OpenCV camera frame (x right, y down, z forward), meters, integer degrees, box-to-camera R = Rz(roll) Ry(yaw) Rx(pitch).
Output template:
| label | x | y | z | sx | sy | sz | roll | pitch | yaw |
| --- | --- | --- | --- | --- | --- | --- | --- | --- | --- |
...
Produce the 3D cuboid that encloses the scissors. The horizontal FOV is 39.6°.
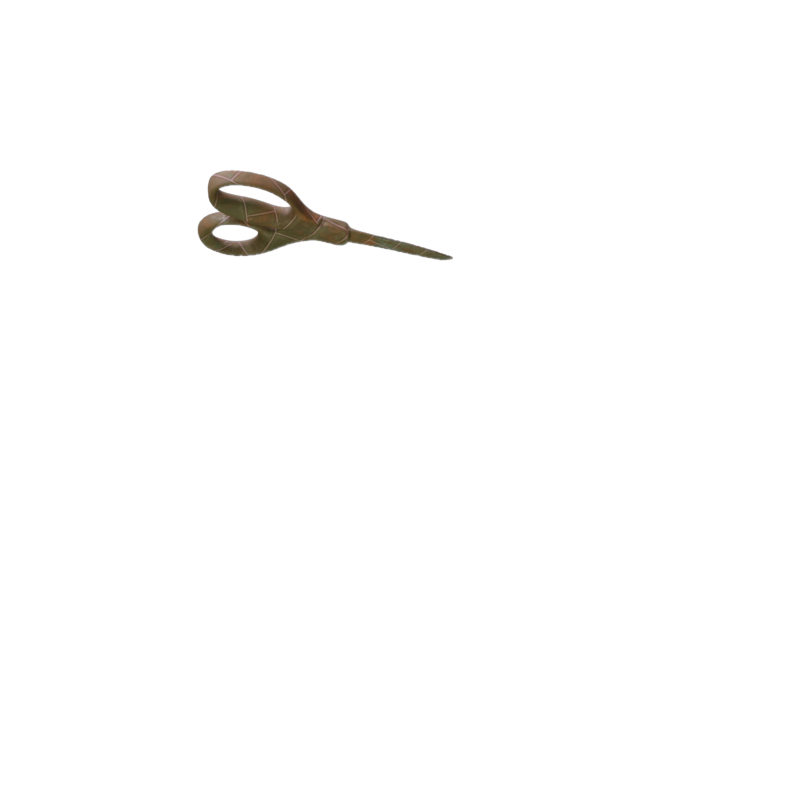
| label | x | y | z | sx | sy | sz | roll | pitch | yaw |
| --- | --- | --- | --- | --- | --- | --- | --- | --- | --- |
| scissors | -0.066 | -0.120 | 0.844 | 0.191 | 0.017 | 0.095 | 21 | -37 | -31 |
